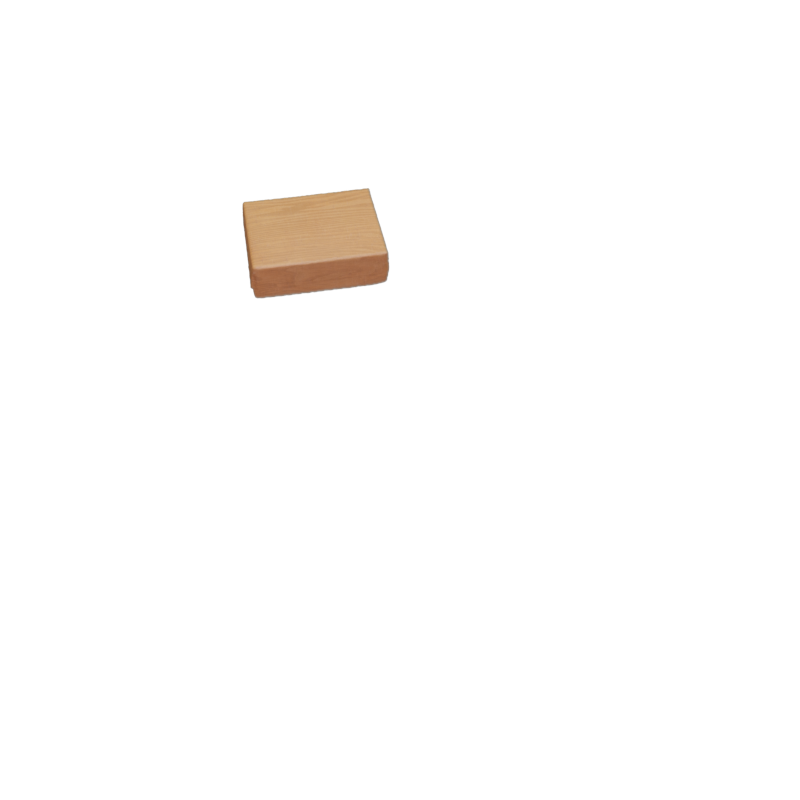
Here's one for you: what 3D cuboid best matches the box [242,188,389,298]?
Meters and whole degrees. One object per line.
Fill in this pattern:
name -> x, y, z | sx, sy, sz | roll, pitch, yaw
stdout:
box -> -0.072, -0.132, 0.924 | 0.113, 0.036, 0.097 | -6, 45, -7
